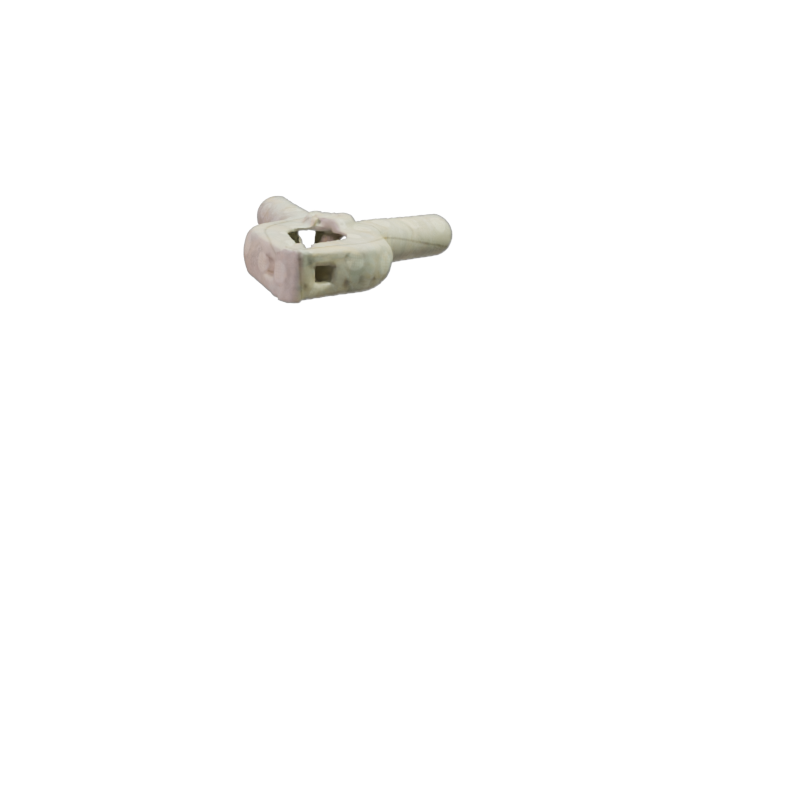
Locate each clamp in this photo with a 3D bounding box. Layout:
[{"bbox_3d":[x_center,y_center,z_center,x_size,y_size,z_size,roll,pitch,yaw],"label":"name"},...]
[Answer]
[{"bbox_3d":[-0.049,-0.089,0.621,0.124,0.038,0.171,5,15,19],"label":"clamp"}]
